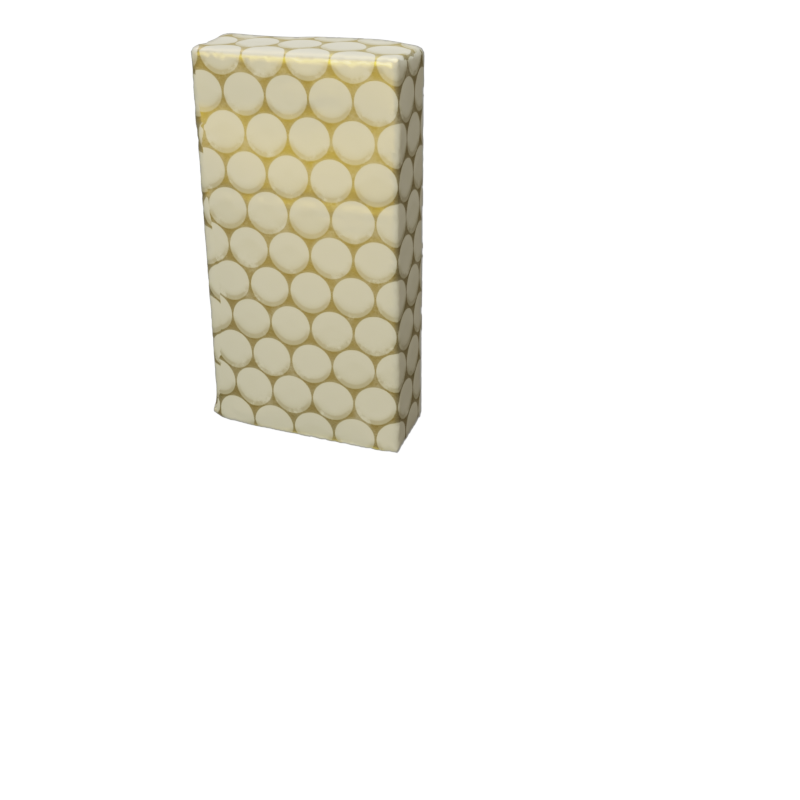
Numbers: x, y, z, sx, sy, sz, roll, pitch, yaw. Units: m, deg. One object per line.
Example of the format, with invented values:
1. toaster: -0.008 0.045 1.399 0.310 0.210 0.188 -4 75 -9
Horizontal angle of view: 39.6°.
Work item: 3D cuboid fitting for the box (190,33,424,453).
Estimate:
1. box: -0.038 -0.070 0.488 0.096 0.168 0.049 9 22 19
